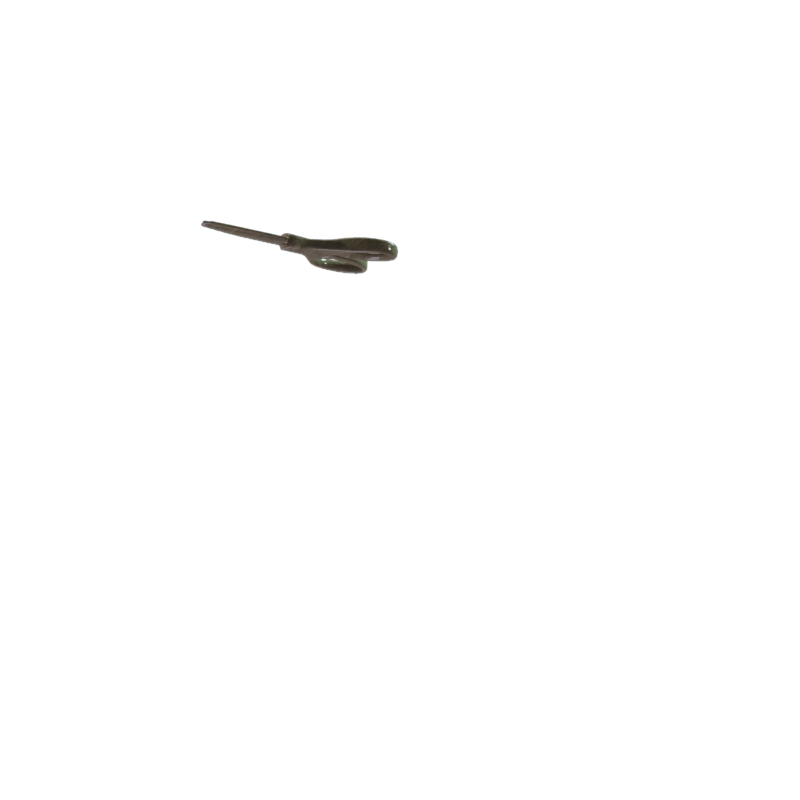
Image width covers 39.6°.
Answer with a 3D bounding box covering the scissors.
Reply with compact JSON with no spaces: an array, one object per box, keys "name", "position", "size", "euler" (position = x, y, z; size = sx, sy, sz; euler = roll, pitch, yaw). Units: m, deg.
[{"name":"scissors","position":[-0.078,-0.142,0.995],"size":[0.099,0.016,0.191],"euler":[-5,-9,32]}]
